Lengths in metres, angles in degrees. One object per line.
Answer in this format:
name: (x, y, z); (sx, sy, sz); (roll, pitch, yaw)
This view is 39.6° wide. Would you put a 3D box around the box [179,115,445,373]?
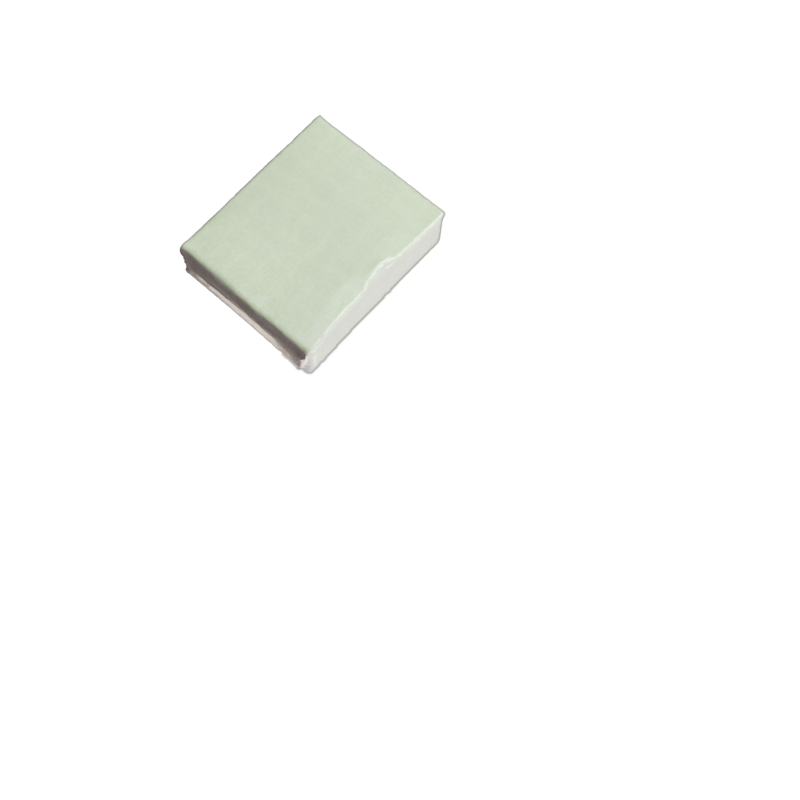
box: (-0.037, -0.067, 0.471); (0.076, 0.090, 0.029); (39, -19, 16)
